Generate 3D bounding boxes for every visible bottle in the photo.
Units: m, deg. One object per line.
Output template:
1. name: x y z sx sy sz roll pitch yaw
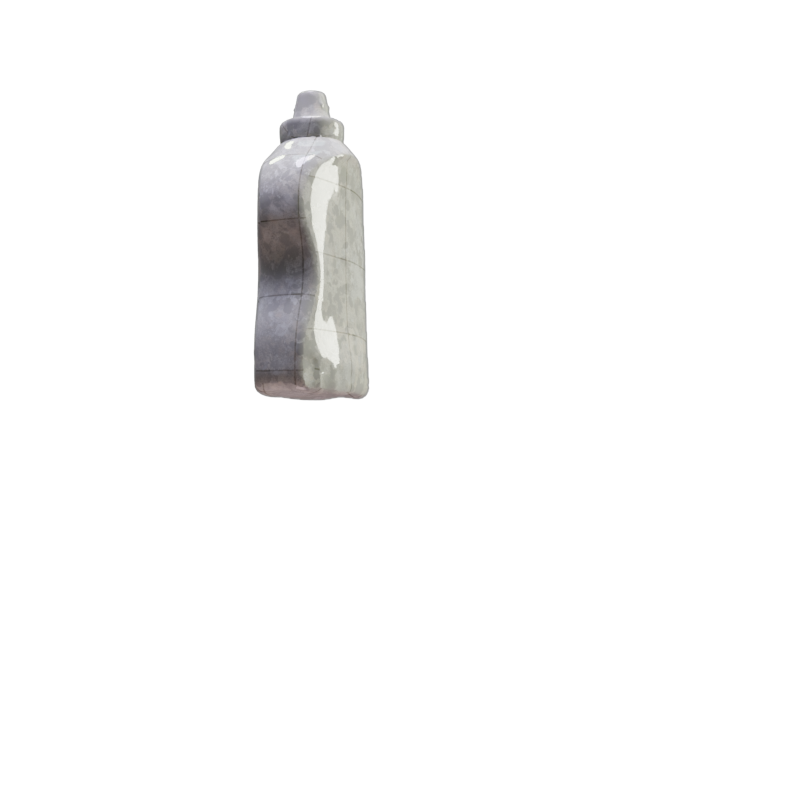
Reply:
1. bottle: -0.054 -0.098 0.687 0.060 0.197 0.091 -6 -11 25
